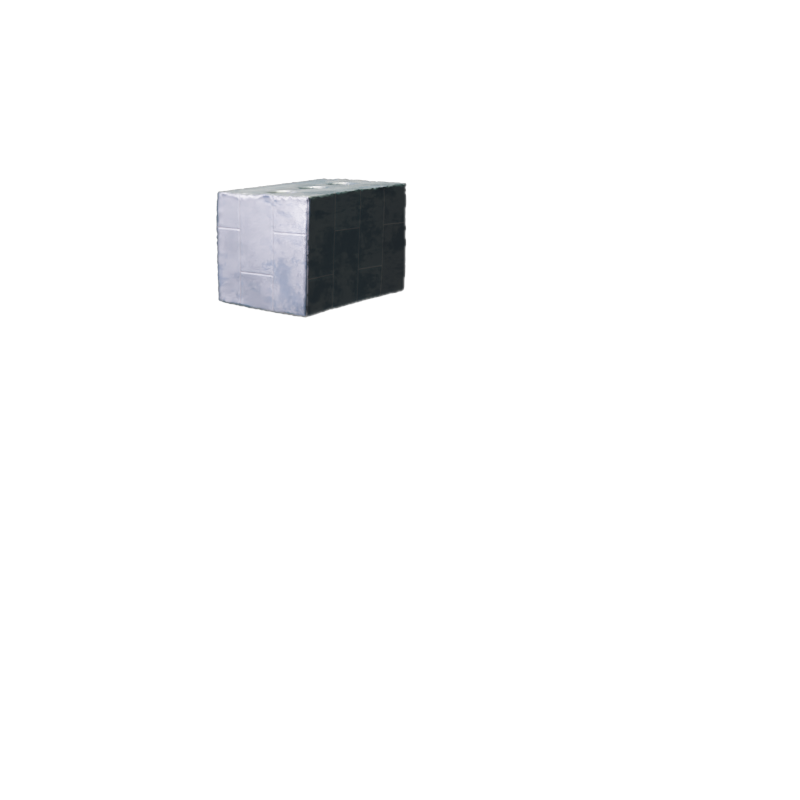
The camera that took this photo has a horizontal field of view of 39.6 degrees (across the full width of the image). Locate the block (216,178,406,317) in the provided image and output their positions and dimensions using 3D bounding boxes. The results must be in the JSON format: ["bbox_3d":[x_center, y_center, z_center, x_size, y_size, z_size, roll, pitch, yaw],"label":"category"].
[{"bbox_3d":[-0.039,-0.072,0.503,0.055,0.050,0.077,9,16,33],"label":"block"}]
